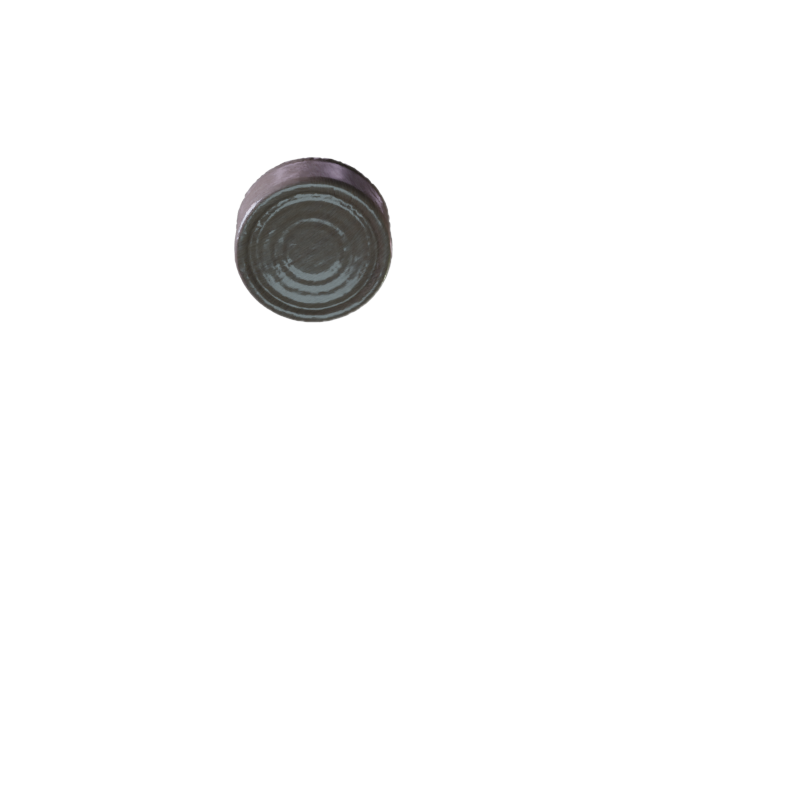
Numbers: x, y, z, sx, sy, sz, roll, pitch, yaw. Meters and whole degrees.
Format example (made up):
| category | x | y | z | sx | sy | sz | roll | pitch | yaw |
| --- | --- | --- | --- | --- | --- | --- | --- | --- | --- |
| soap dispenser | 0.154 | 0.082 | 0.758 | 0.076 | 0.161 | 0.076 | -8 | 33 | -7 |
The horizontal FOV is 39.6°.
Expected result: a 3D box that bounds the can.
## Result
| category | x | y | z | sx | sy | sz | roll | pitch | yaw |
| --- | --- | --- | --- | --- | --- | --- | --- | --- | --- |
| can | -0.047 | -0.086 | 0.600 | 0.086 | 0.081 | 0.035 | 1 | 26 | -1 |
